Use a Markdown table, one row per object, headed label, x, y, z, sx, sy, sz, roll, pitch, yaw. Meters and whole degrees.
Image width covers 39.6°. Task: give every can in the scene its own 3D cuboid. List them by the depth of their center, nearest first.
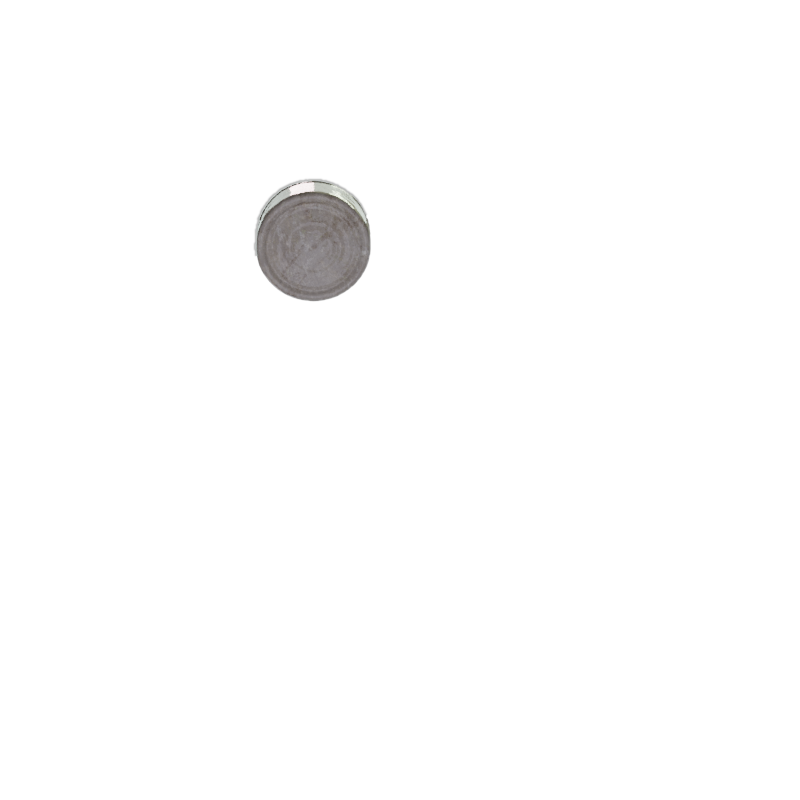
| label | x | y | z | sx | sy | sz | roll | pitch | yaw |
| --- | --- | --- | --- | --- | --- | --- | --- | --- | --- |
| can | -0.064 | -0.117 | 0.822 | 0.086 | 0.082 | 0.035 | 0 | 20 | -1 |
